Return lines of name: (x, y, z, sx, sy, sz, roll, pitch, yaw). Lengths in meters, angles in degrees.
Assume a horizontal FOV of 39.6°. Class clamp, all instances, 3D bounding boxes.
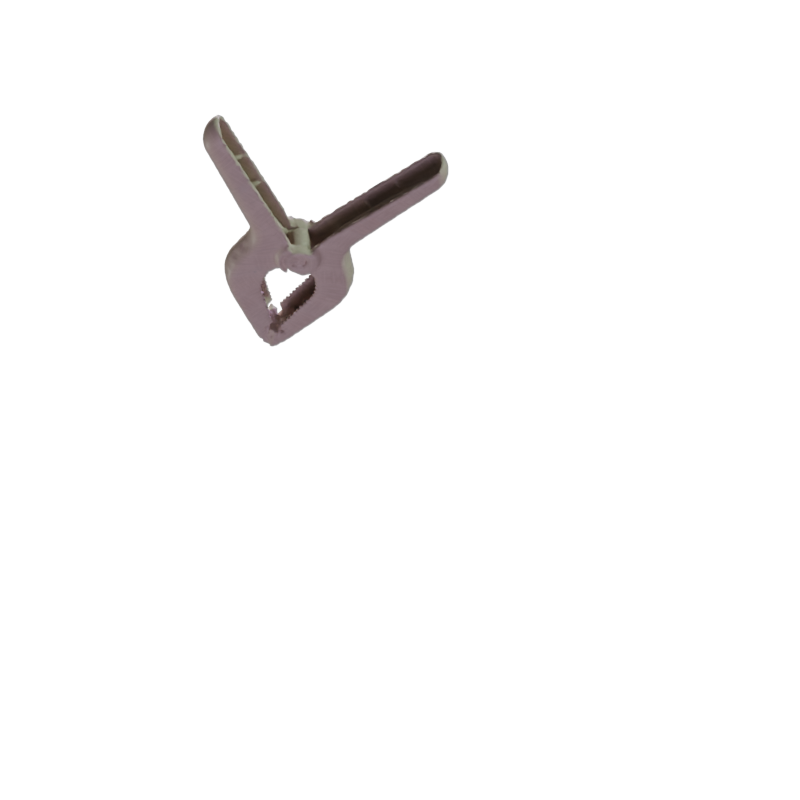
clamp: (-0.062, -0.113, 0.790, 0.163, 0.039, 0.197, 5, -40, -7)
